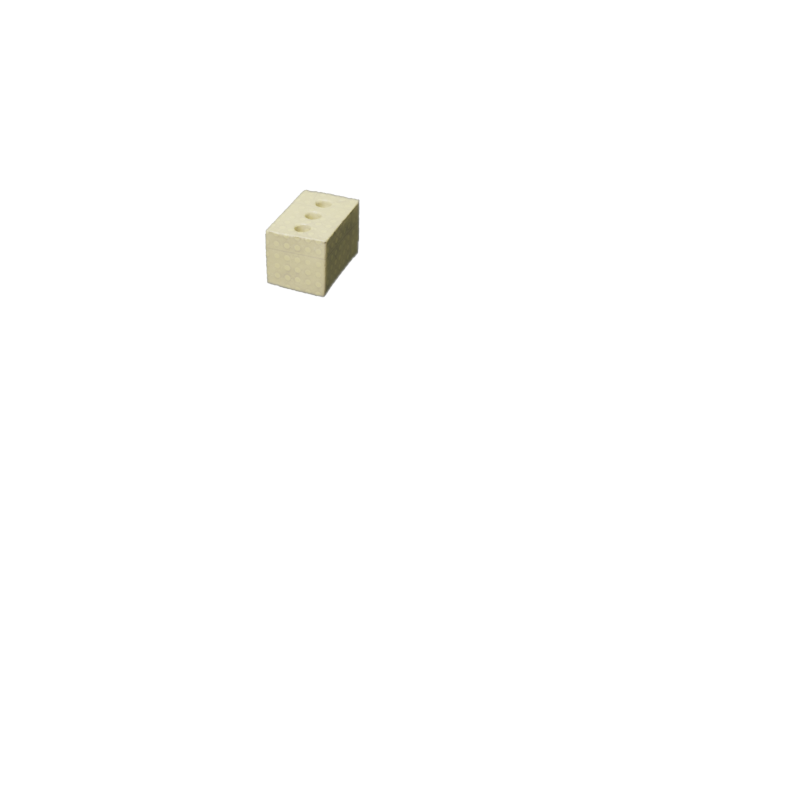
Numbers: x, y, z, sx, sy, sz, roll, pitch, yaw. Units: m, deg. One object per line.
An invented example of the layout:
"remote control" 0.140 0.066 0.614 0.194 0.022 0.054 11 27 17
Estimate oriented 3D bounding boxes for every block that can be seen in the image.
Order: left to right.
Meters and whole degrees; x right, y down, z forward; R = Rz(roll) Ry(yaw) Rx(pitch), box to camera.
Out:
"block" -0.071 -0.129 0.903 0.054 0.048 0.081 12 36 15
